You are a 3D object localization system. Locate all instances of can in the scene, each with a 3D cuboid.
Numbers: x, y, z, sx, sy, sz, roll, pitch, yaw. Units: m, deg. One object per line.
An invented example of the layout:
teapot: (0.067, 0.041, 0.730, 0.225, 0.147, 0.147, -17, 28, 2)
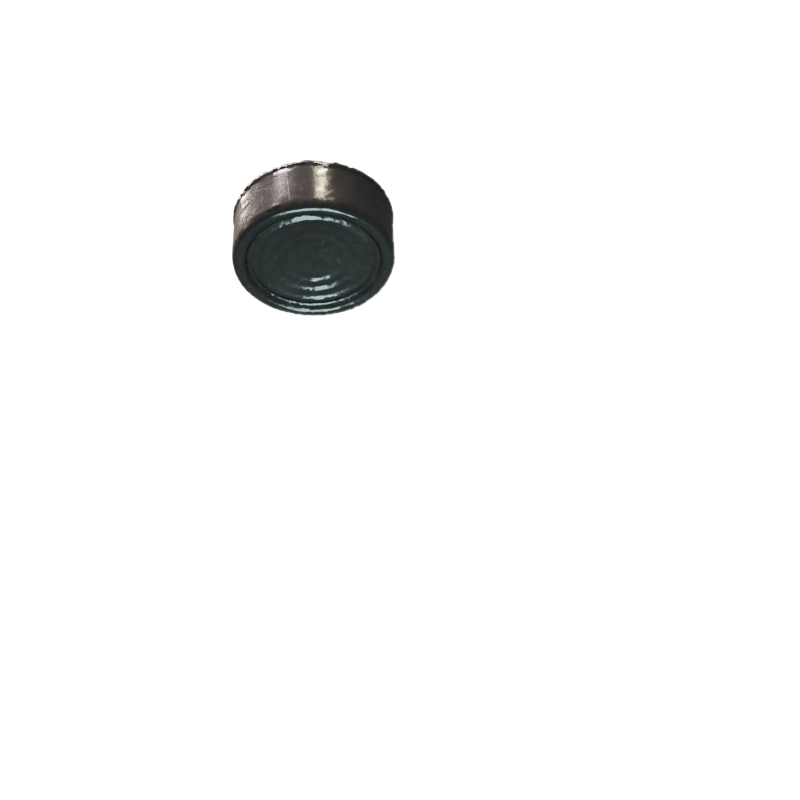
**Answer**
can: (-0.046, -0.083, 0.582, 0.086, 0.036, 0.080, 1, -40, -2)
